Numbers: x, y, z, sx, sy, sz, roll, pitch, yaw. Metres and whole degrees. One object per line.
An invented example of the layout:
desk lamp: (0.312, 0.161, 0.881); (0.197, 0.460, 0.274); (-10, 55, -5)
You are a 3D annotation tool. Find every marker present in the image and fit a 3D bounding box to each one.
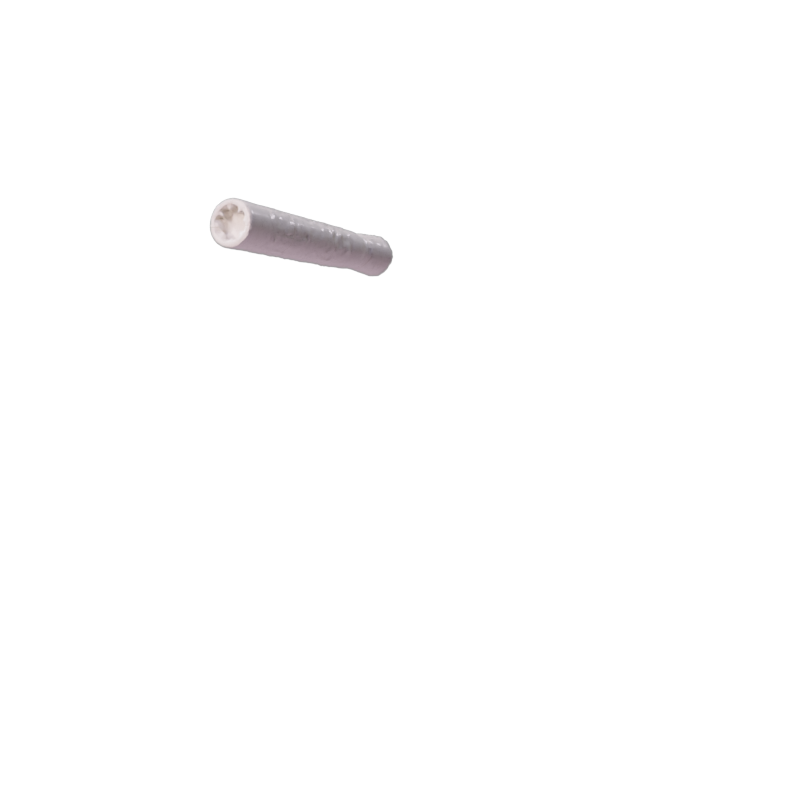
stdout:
marker: (-0.036, -0.065, 0.458); (0.020, 0.020, 0.116); (2, 1, 28)
